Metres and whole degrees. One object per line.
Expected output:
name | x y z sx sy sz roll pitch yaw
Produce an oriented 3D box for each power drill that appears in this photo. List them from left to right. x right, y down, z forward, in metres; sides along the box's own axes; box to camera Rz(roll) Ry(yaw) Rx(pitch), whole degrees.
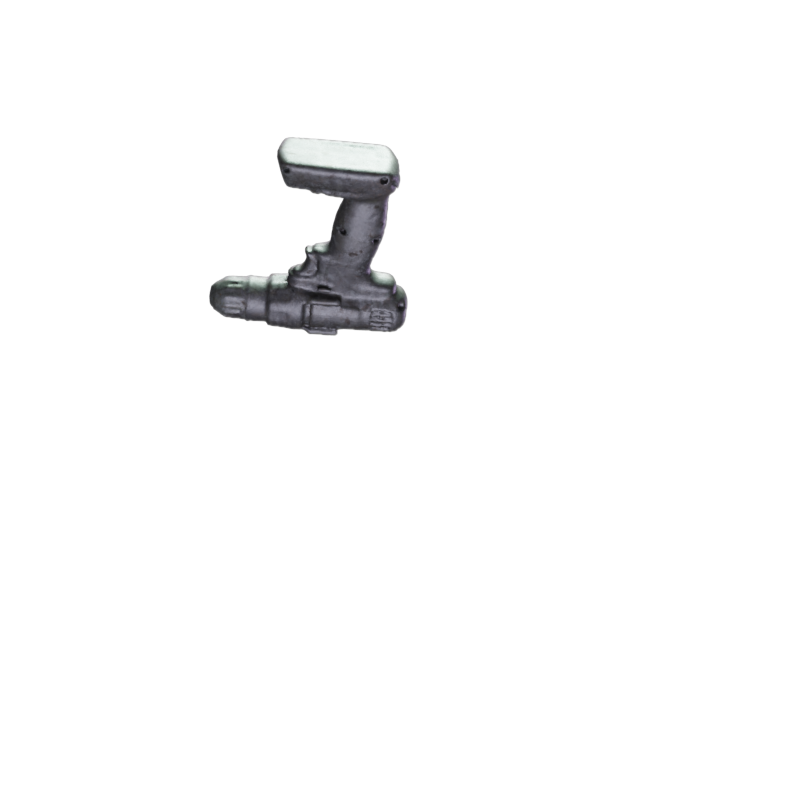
power drill | -0.078 -0.142 0.997 0.183 0.176 0.061 4 38 -4
